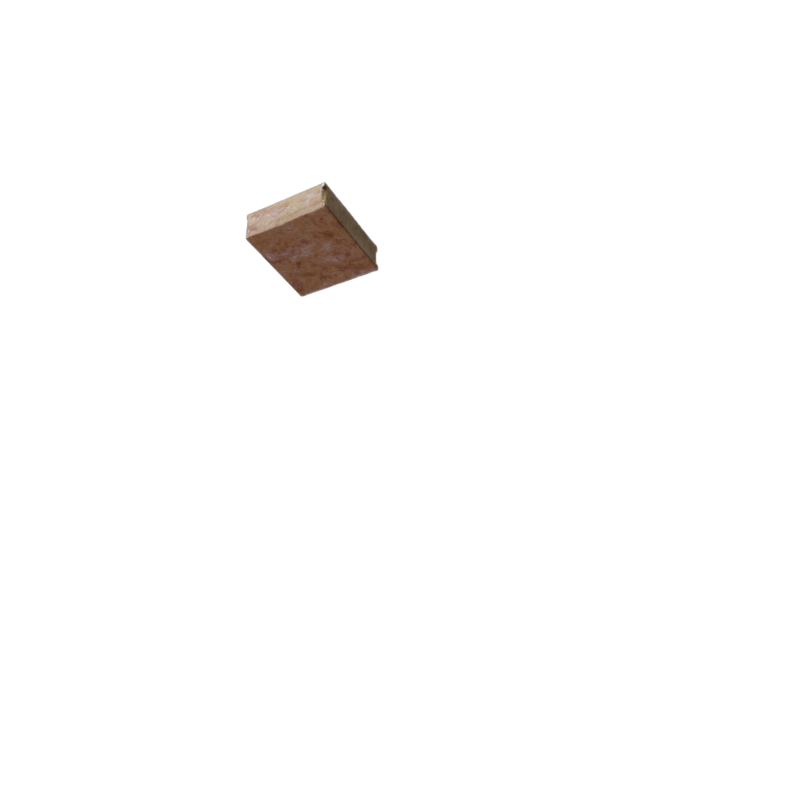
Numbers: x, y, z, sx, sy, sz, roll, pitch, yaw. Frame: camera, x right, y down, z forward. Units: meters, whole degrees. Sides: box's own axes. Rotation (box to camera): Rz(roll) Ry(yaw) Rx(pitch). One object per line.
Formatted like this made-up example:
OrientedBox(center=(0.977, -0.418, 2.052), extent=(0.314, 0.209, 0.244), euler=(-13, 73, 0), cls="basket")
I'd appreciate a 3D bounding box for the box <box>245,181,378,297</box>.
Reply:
OrientedBox(center=(-0.069, -0.126, 0.884), extent=(0.074, 0.032, 0.082), euler=(-19, -41, 23), cls="box")
